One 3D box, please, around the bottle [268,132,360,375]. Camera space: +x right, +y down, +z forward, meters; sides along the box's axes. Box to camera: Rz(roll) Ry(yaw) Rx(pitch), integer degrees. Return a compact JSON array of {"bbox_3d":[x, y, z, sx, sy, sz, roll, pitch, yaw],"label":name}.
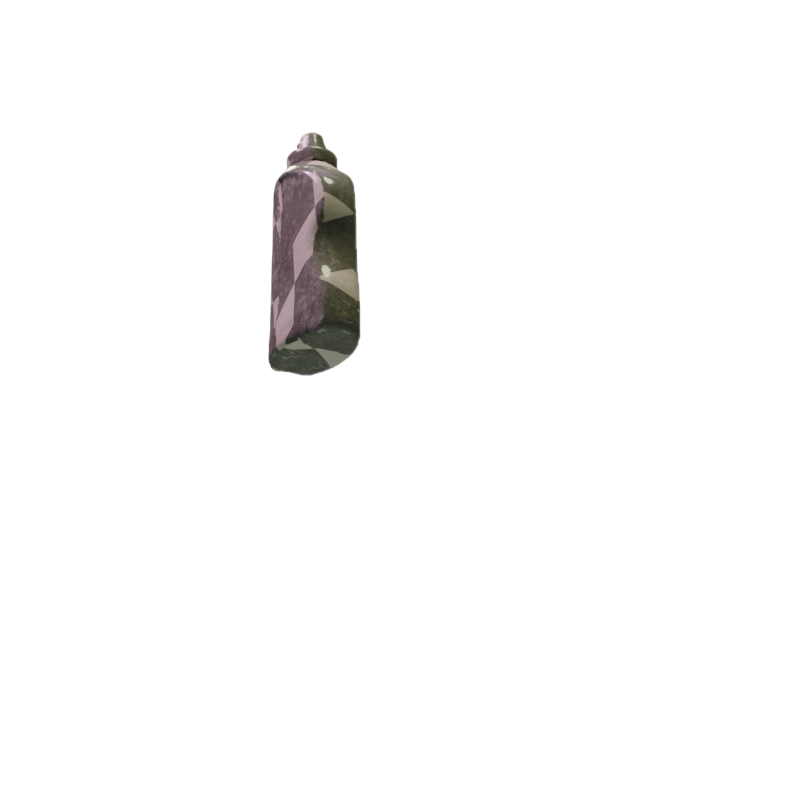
[{"bbox_3d":[-0.068,-0.123,0.861,0.056,0.203,0.094,10,-28,-24],"label":"bottle"}]
